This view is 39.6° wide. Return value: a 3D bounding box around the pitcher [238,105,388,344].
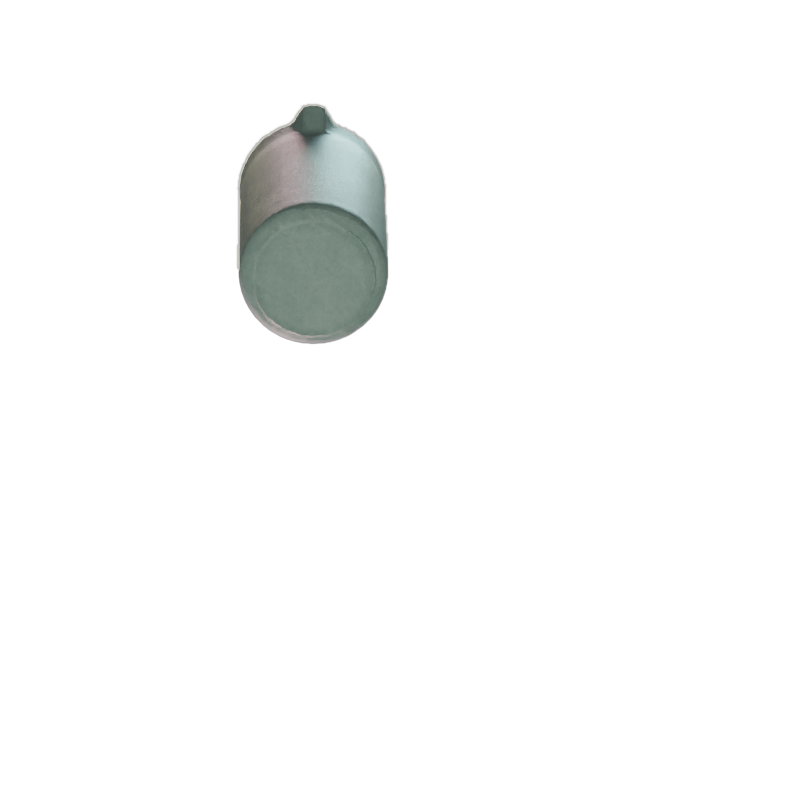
[{"bbox_3d":[-0.071,-0.129,0.905,0.144,0.143,0.255,-40,20,13],"label":"pitcher"}]
